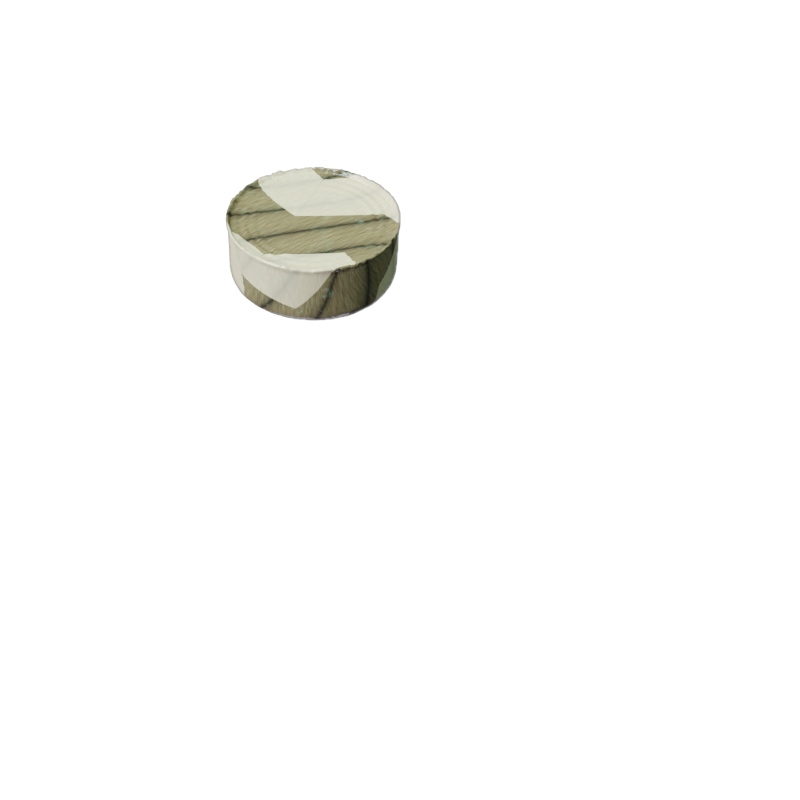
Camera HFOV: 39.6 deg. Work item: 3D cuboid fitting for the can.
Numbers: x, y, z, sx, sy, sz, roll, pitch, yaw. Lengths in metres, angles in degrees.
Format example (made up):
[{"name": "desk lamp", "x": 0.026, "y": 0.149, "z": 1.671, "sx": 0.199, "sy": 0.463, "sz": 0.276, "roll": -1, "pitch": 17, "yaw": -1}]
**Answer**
[{"name": "can", "x": -0.043, "y": -0.079, "z": 0.552, "sx": 0.086, "sy": 0.031, "sz": 0.092, "roll": -1, "pitch": 42, "yaw": -2}]
